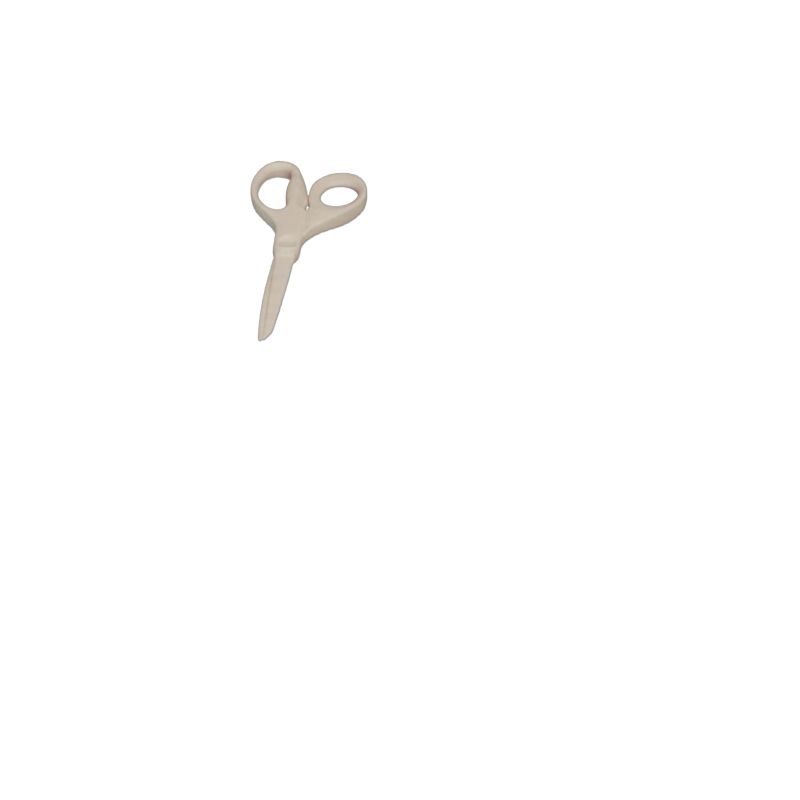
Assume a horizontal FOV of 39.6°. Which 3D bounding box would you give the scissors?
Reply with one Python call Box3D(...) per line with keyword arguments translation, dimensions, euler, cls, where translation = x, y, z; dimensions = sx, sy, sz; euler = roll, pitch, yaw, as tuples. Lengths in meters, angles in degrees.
Box3D(translation=(-0.061, -0.111, 0.778), dimensions=(0.095, 0.015, 0.218), euler=(-7, 41, -8), cls="scissors")
